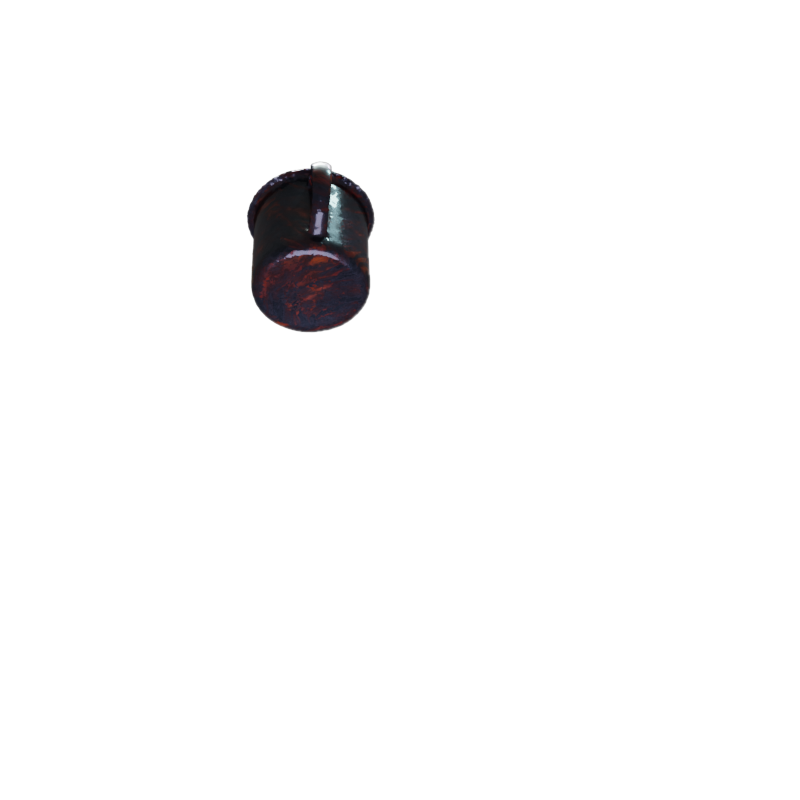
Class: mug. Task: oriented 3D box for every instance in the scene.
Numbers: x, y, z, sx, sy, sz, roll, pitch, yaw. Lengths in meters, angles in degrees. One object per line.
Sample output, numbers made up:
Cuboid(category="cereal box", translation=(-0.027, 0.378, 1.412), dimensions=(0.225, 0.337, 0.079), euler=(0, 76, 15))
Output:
Cuboid(category="mug", translation=(-0.061, -0.110, 0.773), dimensions=(0.092, 0.110, 0.087), euler=(7, 43, -9))
